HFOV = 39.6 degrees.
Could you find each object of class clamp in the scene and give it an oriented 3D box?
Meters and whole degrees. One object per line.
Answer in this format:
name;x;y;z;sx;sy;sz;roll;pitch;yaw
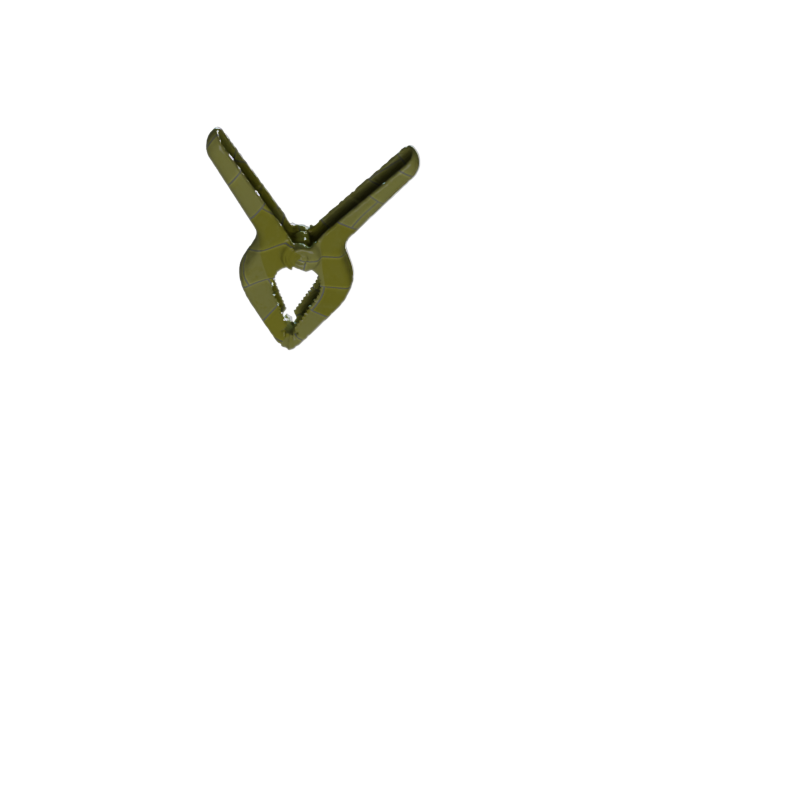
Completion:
clamp;-0.071;-0.129;0.901;0.164;0.196;0.039;1;39;-1
